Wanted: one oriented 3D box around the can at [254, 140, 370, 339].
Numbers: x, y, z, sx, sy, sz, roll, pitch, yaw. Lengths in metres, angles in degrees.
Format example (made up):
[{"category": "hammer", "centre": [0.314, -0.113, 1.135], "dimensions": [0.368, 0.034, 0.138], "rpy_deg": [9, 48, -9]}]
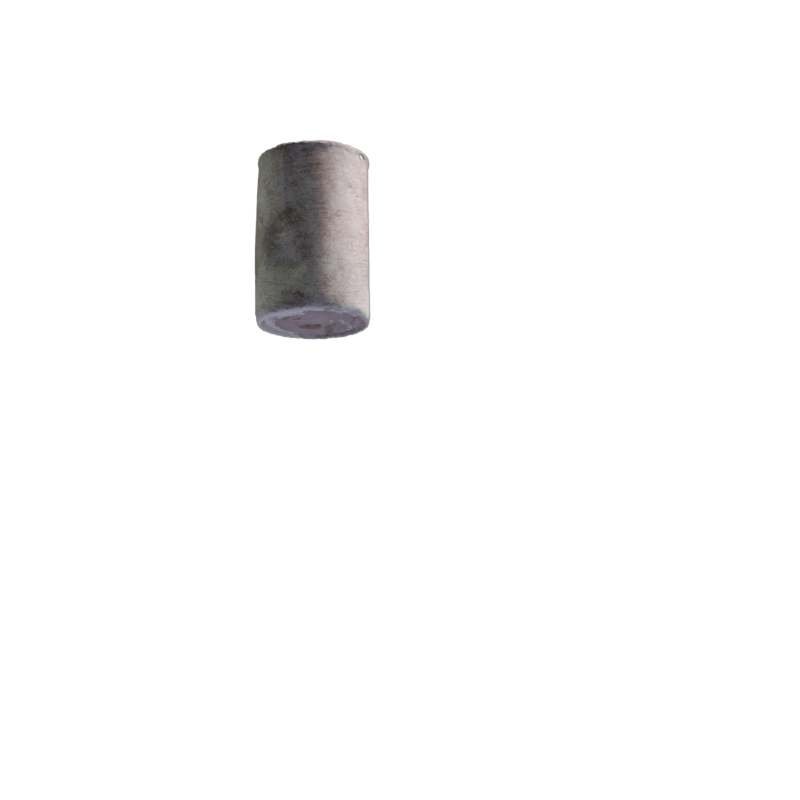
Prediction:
[{"category": "can", "centre": [-0.051, -0.093, 0.654], "dimensions": [0.068, 0.107, 0.066], "rpy_deg": [0, -17, -2]}]
